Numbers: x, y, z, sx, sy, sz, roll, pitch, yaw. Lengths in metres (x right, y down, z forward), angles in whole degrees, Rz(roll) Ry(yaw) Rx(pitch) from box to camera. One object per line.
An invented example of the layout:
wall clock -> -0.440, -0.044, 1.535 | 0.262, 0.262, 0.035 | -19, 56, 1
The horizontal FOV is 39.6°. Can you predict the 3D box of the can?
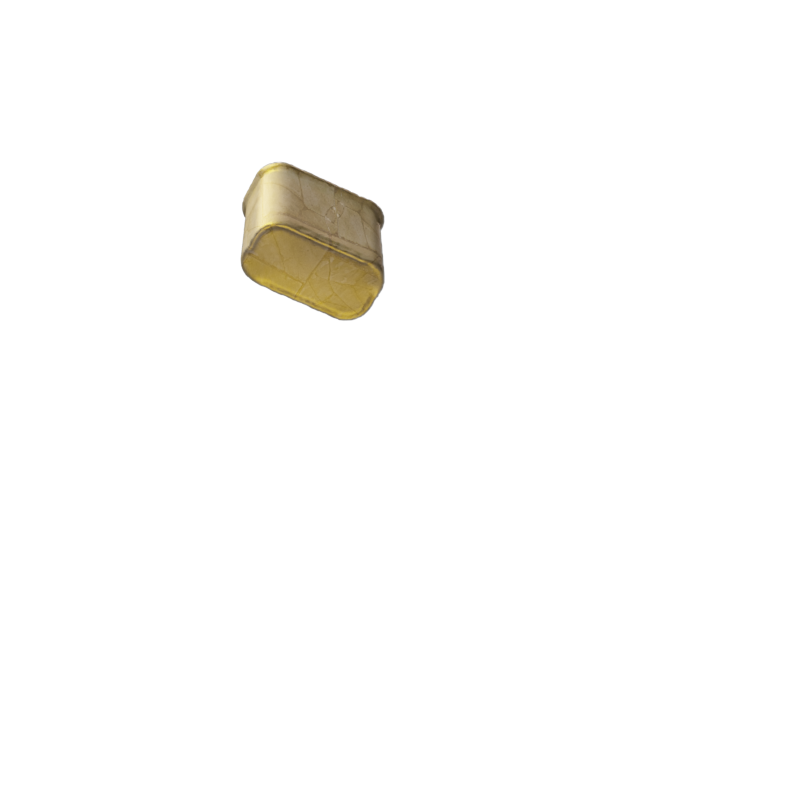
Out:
can -> -0.060, -0.110, 0.773 | 0.099, 0.055, 0.089 | 22, 31, -16
